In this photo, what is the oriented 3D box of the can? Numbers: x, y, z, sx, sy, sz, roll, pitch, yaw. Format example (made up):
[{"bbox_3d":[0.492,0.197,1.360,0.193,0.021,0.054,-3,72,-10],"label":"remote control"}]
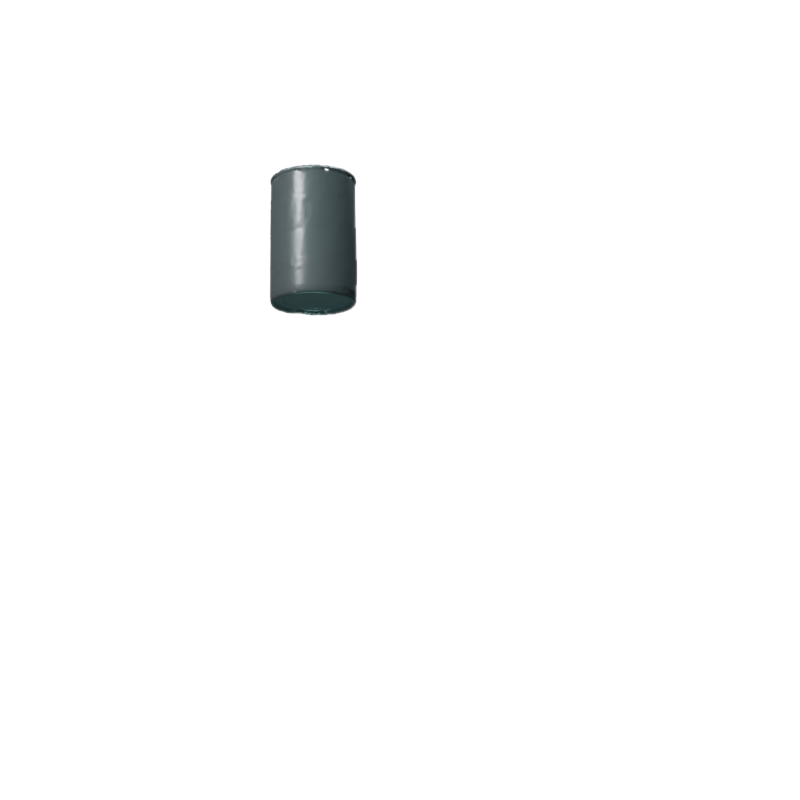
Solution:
[{"bbox_3d":[-0.067,-0.123,0.861,0.068,0.107,0.066,0,-16,-2],"label":"can"}]
